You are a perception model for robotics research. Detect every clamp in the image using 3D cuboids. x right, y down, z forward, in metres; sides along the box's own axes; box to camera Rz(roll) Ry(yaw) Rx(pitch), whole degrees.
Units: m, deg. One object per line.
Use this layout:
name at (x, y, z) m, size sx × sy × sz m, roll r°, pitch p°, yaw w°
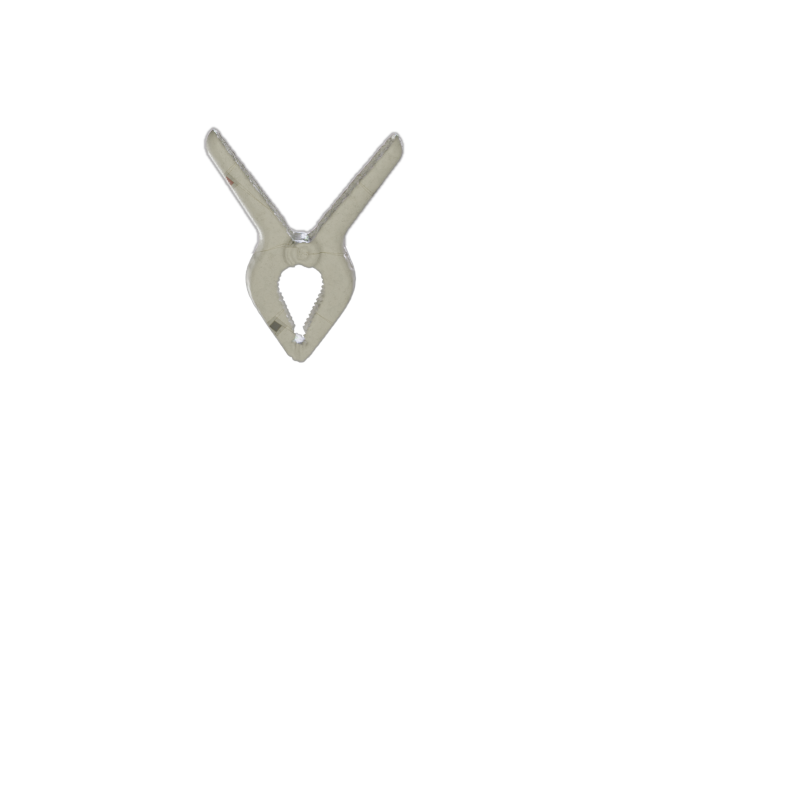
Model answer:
clamp at (-0.074, -0.135, 0.949) m, size 0.165 × 0.201 × 0.038 m, roll -4°, pitch 17°, yaw 1°
